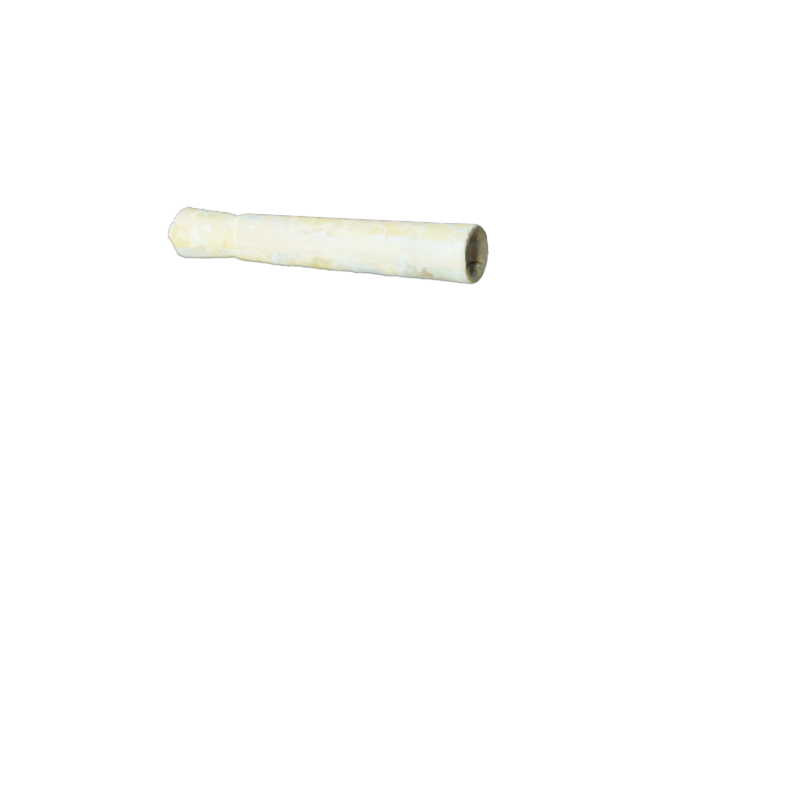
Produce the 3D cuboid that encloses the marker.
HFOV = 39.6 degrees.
[{"bbox_3d":[-0.029,-0.054,0.376,0.126,0.020,0.019,9,8,31],"label":"marker"}]
